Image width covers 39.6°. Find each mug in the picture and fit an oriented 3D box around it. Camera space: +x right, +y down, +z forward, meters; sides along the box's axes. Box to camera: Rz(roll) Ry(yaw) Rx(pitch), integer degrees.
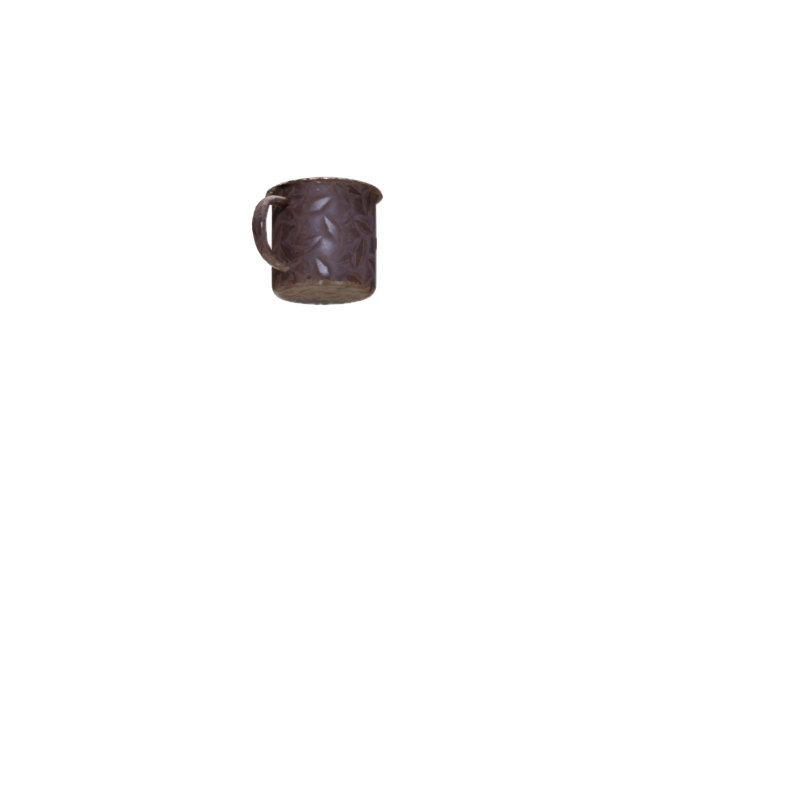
[{"bbox_3d":[-0.067,-0.122,0.858,0.095,0.084,0.111,-10,-14,41],"label":"mug"}]
